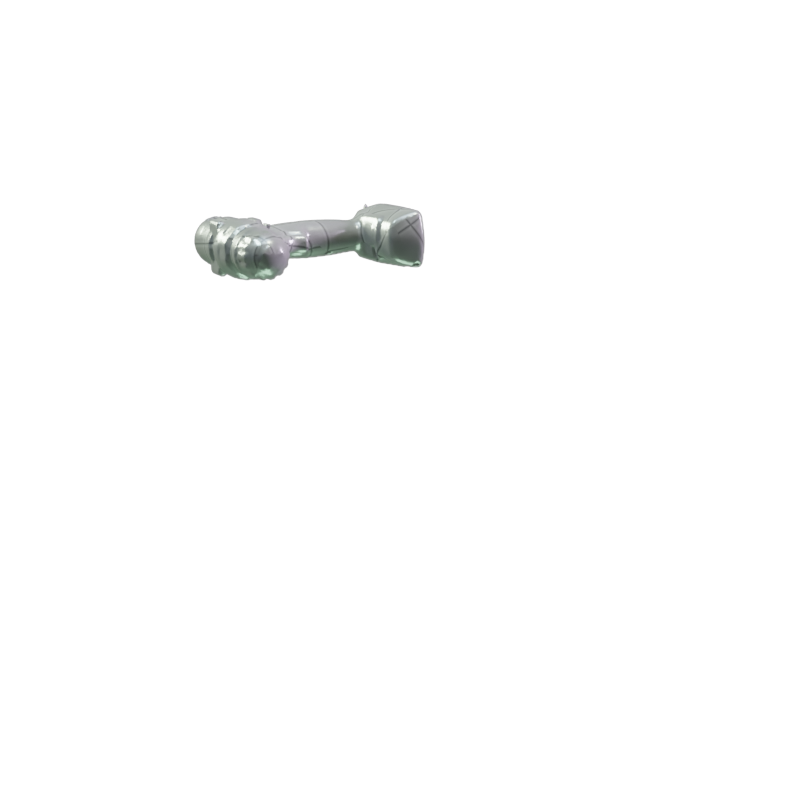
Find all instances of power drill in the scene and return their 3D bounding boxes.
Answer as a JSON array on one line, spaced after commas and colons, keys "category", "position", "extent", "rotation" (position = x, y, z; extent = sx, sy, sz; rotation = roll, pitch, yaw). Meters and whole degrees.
[{"category": "power drill", "position": [-0.077, -0.141, 0.987], "extent": [0.183, 0.056, 0.193], "rotation": [-6, 15, -22]}]
